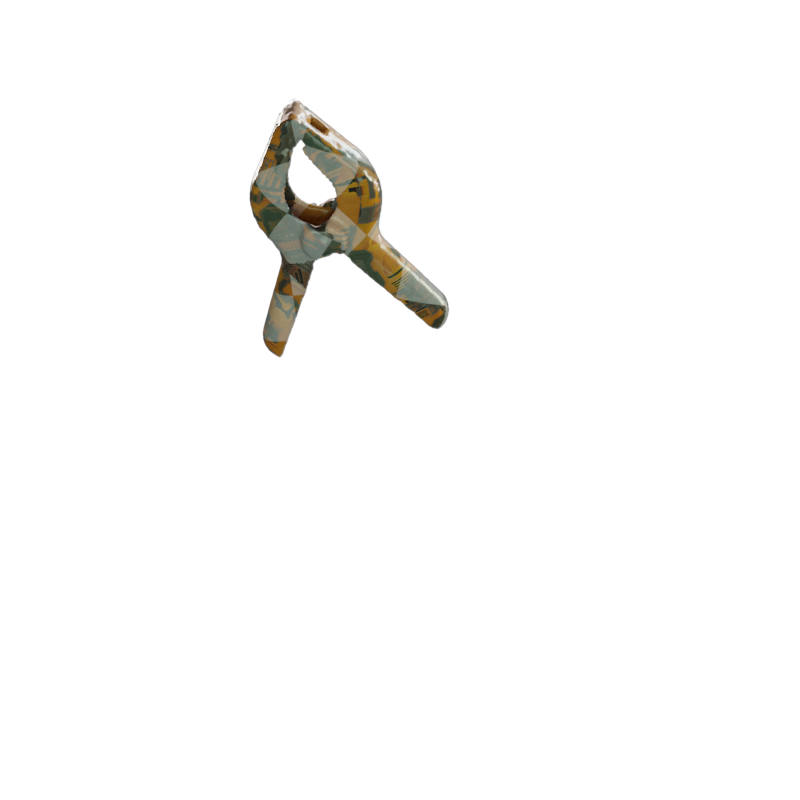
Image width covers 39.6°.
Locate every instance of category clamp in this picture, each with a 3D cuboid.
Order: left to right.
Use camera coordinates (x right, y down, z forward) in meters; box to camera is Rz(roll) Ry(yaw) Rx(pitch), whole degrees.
[{"bbox_3d":[-0.053,-0.097,0.680,0.120,0.161,0.042,-21,26,11],"label":"clamp"}]
